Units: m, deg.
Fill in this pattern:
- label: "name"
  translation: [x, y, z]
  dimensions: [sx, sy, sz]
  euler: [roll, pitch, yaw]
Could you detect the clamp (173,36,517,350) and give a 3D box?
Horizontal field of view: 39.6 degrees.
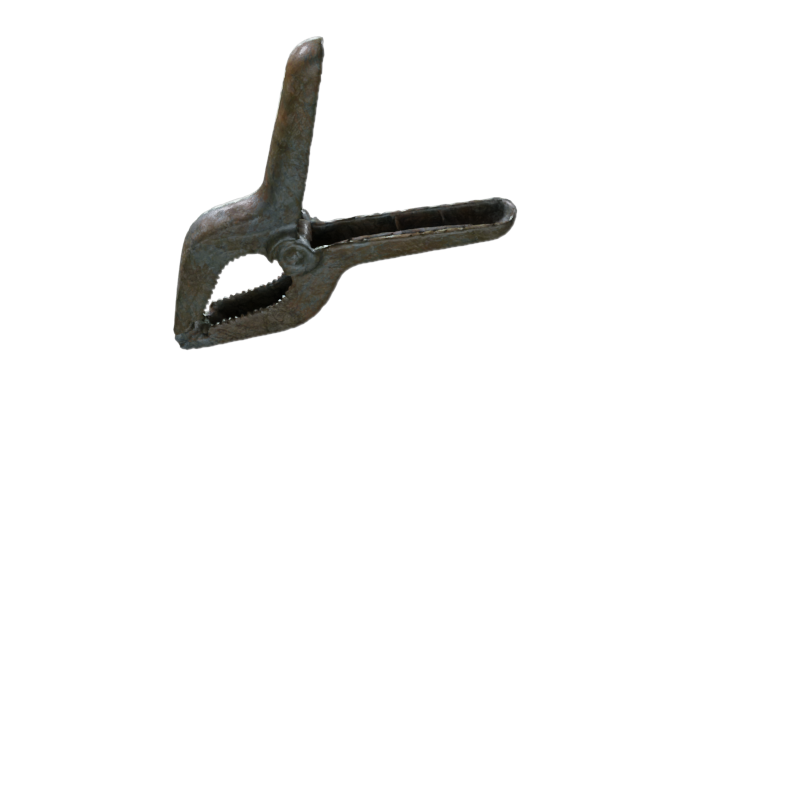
- label: "clamp"
  translation: [-0.050, -0.091, 0.636]
  dimensions: [0.156, 0.039, 0.206]
  euler: [32, -56, -25]
